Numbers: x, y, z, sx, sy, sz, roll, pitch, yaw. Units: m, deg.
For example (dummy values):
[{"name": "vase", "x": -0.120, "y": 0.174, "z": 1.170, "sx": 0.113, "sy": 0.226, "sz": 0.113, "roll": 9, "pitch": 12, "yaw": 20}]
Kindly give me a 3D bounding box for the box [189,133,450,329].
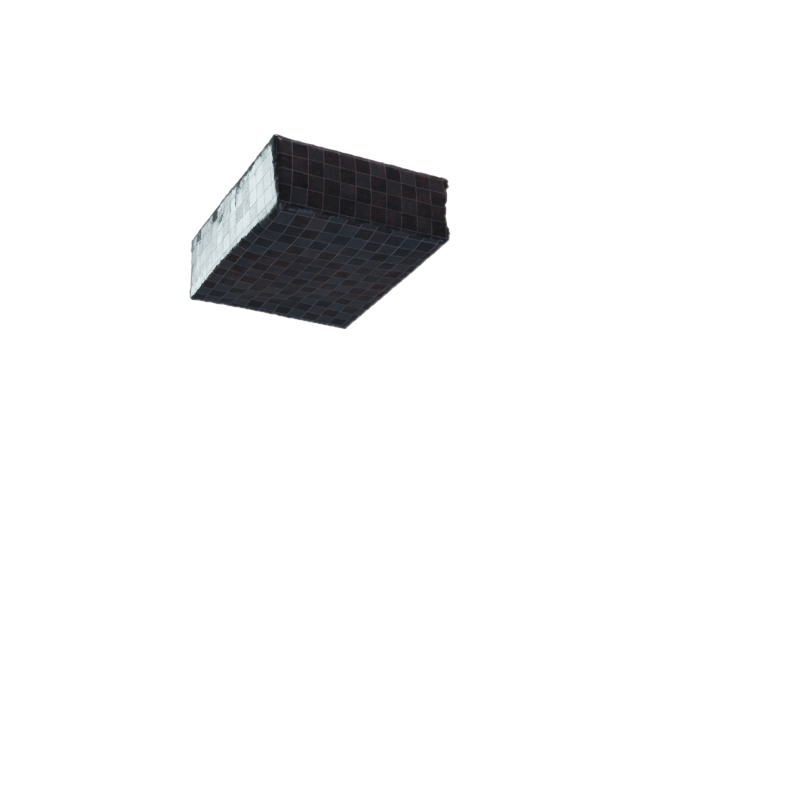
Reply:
[{"name": "box", "x": -0.042, "y": -0.077, "z": 0.537, "sx": 0.086, "sy": 0.041, "sz": 0.112, "roll": 10, "pitch": -23, "yaw": -26}]
